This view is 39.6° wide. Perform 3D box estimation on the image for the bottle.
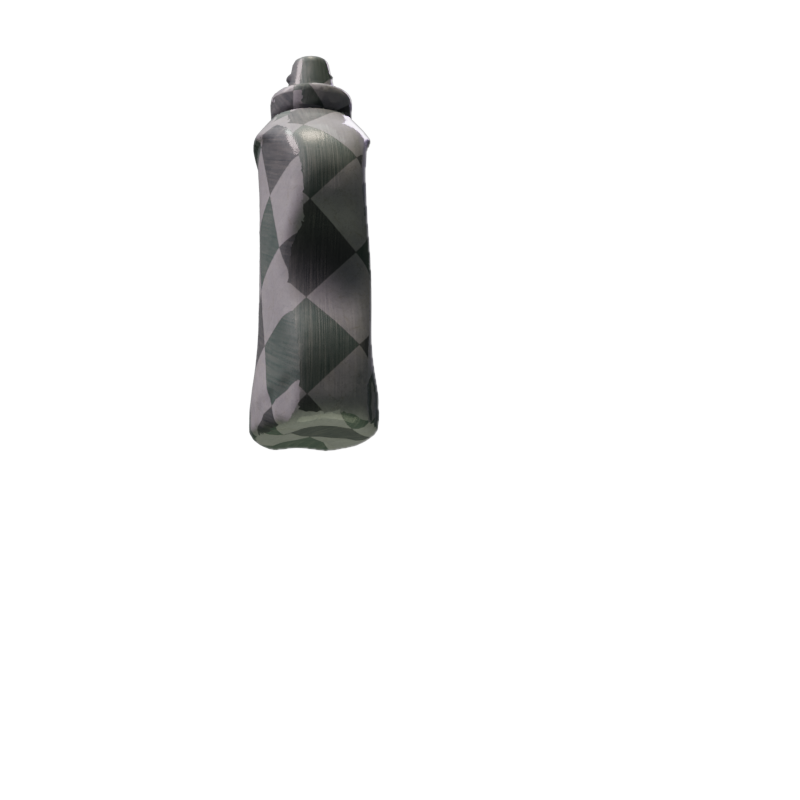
[{"bbox_3d":[-0.042,-0.077,0.536,0.058,0.199,0.094,2,-16,-10],"label":"bottle"}]
